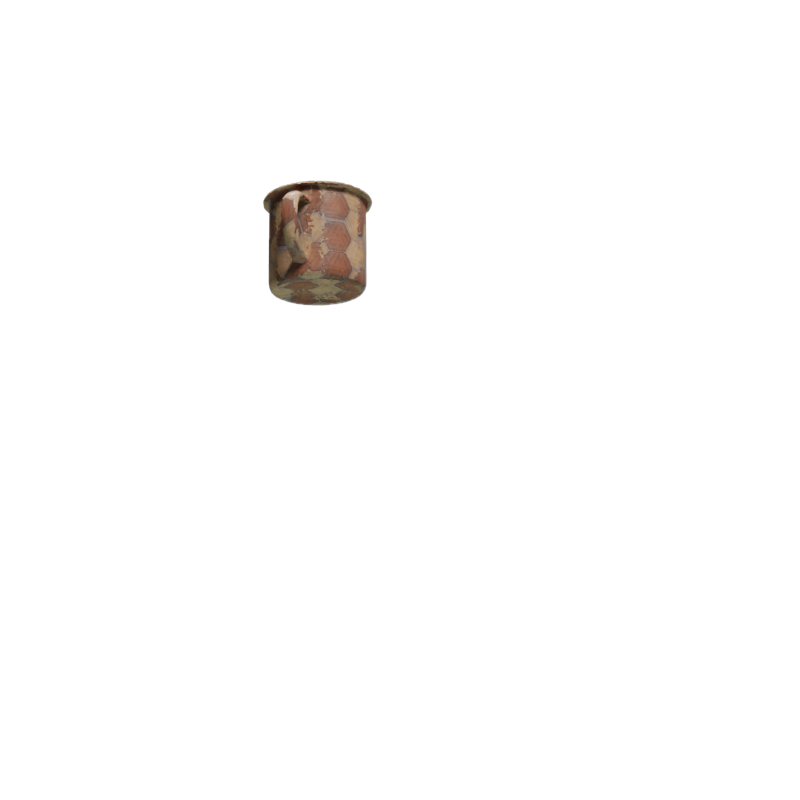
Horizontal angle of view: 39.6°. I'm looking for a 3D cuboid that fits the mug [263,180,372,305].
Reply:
[{"bbox_3d":[-0.072,-0.131,0.920,0.095,0.085,0.110,-5,-17,14],"label":"mug"}]
